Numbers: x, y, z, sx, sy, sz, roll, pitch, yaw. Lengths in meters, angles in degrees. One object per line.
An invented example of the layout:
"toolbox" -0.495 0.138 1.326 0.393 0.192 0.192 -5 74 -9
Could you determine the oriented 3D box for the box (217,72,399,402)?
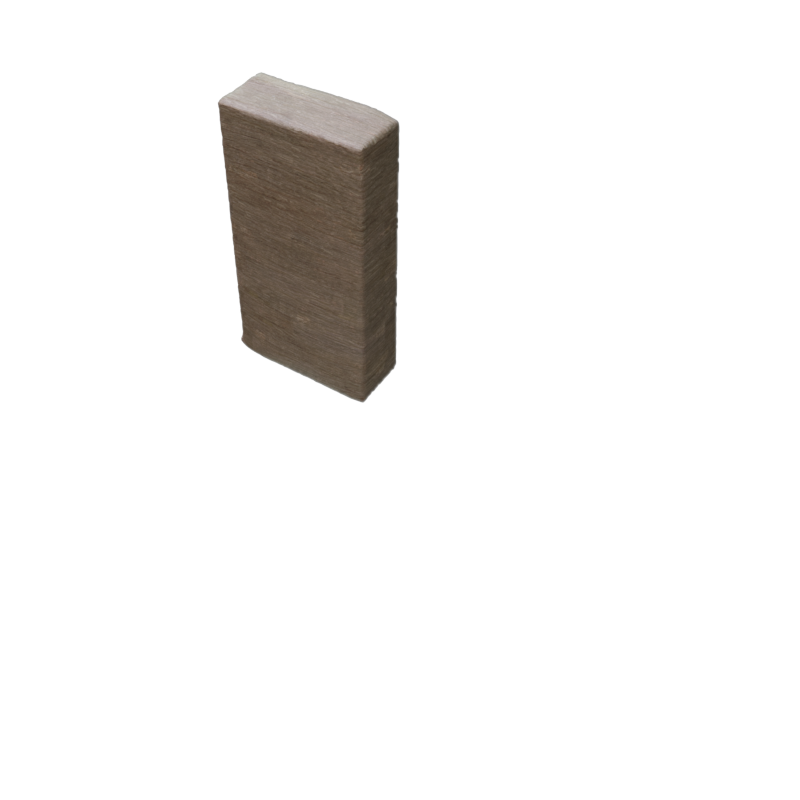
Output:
"box" -0.049 -0.089 0.624 0.098 0.165 0.049 25 44 25
